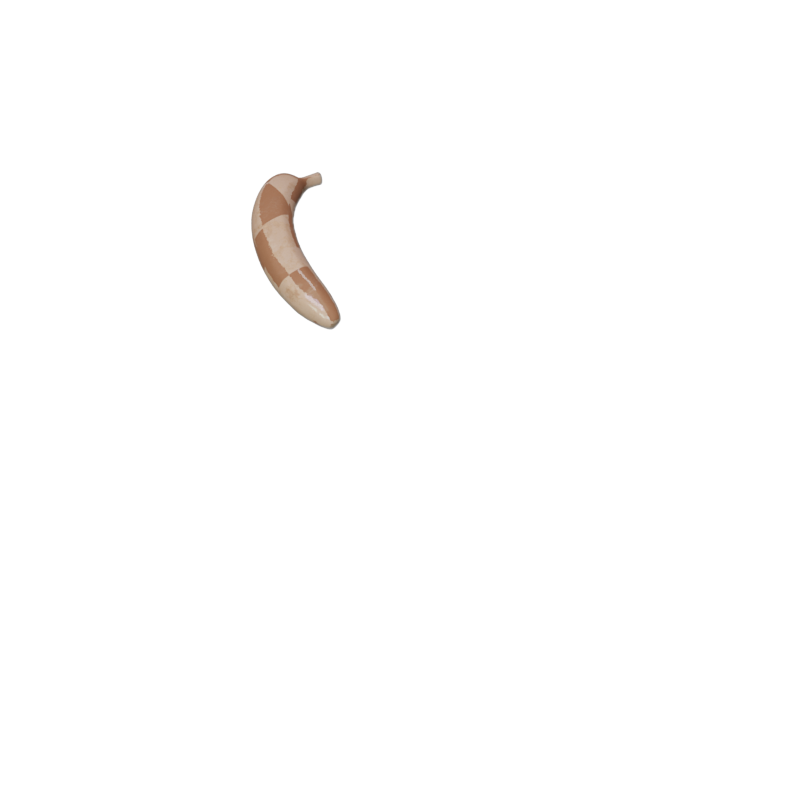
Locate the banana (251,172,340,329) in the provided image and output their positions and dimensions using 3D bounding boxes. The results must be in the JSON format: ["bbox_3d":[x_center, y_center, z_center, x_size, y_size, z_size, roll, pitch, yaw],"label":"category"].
[{"bbox_3d":[-0.094,-0.140,0.967,0.069,0.213,0.034,-4,-42,-5],"label":"banana"}]
